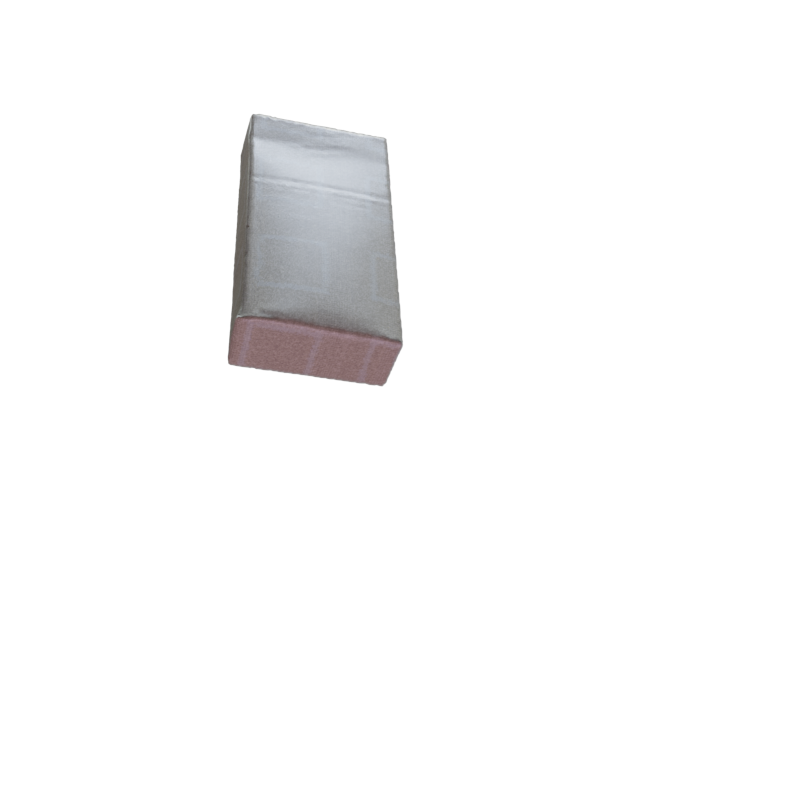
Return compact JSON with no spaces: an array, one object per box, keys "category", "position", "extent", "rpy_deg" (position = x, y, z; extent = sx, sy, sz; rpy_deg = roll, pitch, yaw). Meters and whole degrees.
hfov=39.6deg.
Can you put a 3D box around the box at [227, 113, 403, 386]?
[{"category":"box","position":[-0.052,-0.095,0.666],"extent":[0.092,0.189,0.045],"rpy_deg":[8,-45,-12]}]
